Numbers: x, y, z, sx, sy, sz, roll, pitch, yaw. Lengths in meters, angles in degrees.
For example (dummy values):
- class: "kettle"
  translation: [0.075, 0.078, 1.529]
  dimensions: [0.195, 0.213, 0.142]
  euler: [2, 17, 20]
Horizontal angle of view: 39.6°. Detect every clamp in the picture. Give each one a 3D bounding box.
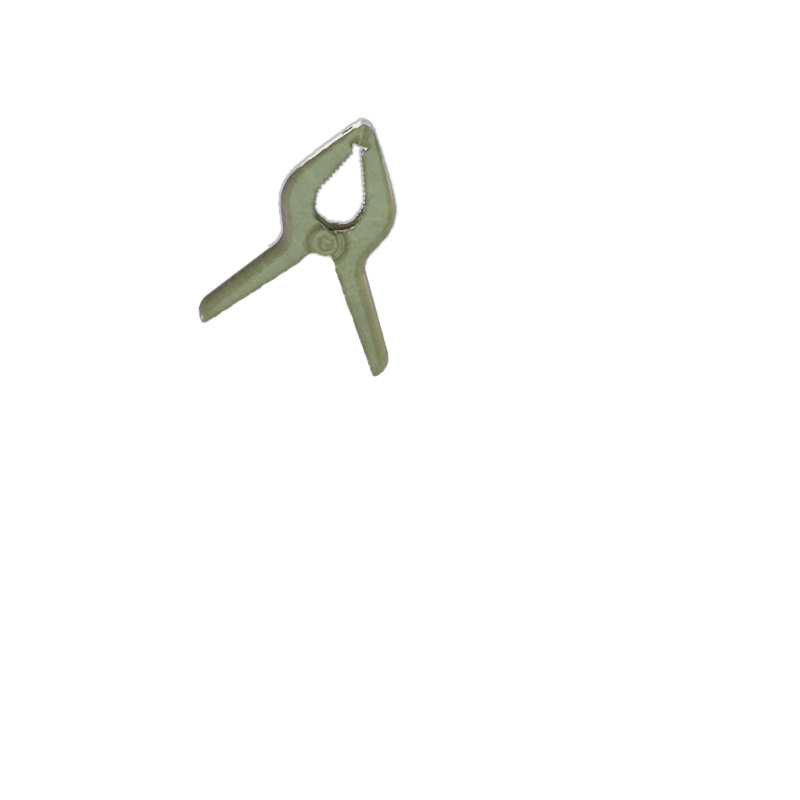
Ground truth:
- class: "clamp"
  translation: [-0.071, -0.129, 0.907]
  dimensions: [0.163, 0.203, 0.038]
  euler: [12, 17, -4]
